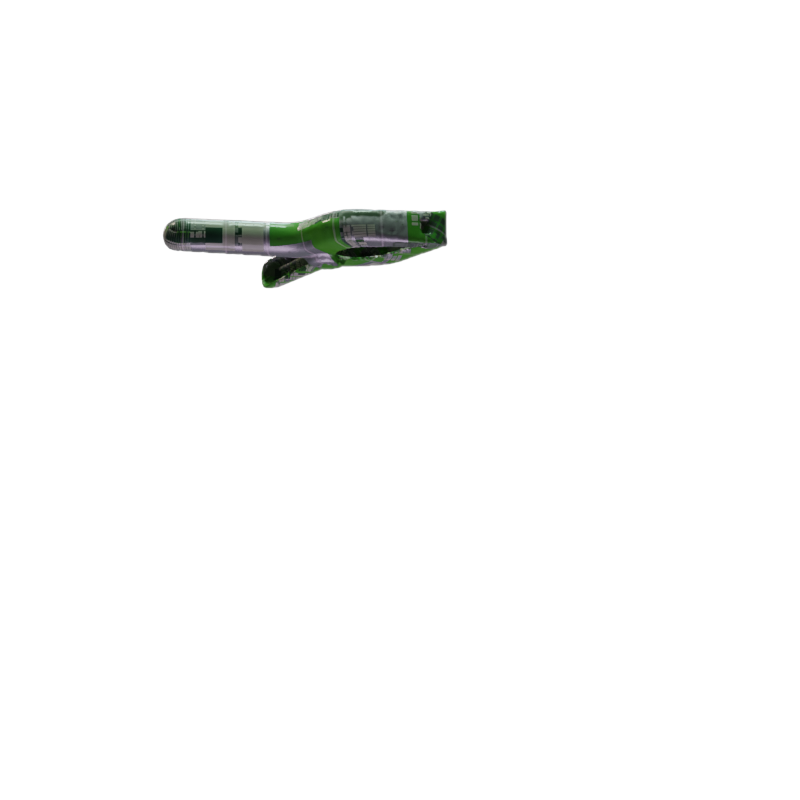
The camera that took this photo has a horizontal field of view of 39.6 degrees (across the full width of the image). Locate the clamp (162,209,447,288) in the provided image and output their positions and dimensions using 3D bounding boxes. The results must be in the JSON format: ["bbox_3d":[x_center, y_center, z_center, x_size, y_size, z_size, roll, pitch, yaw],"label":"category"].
[{"bbox_3d":[-0.068,-0.124,0.866,0.216,0.037,0.156,-4,-8,32],"label":"clamp"}]
